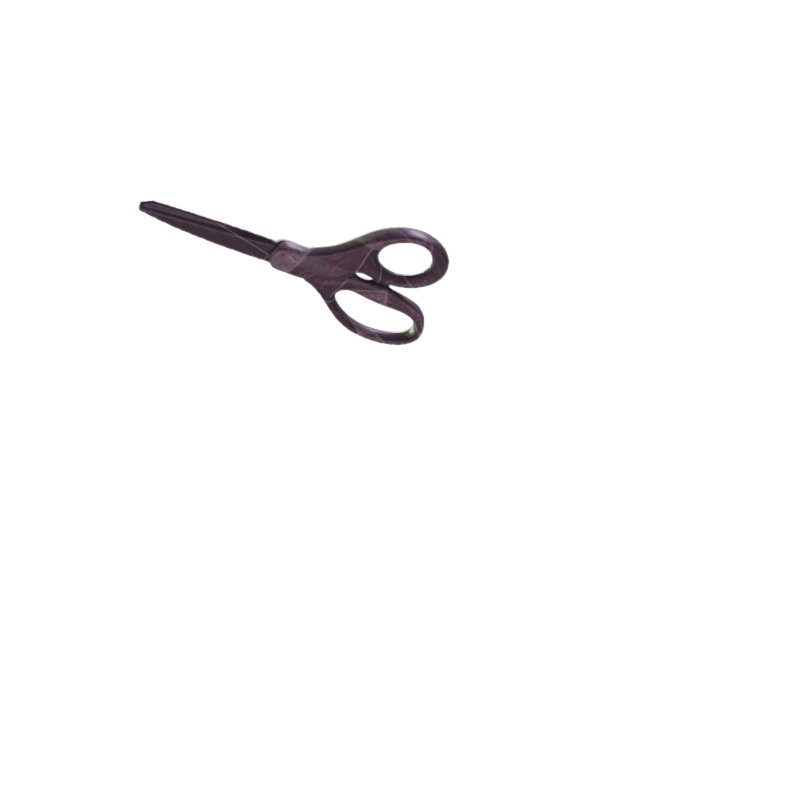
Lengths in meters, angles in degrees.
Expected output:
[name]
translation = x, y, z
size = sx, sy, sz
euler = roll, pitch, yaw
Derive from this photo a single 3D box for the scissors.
[scissors]
translation = -0.055, -0.099, 0.697
size = 0.192, 0.094, 0.017
euler = 32, 31, -22
